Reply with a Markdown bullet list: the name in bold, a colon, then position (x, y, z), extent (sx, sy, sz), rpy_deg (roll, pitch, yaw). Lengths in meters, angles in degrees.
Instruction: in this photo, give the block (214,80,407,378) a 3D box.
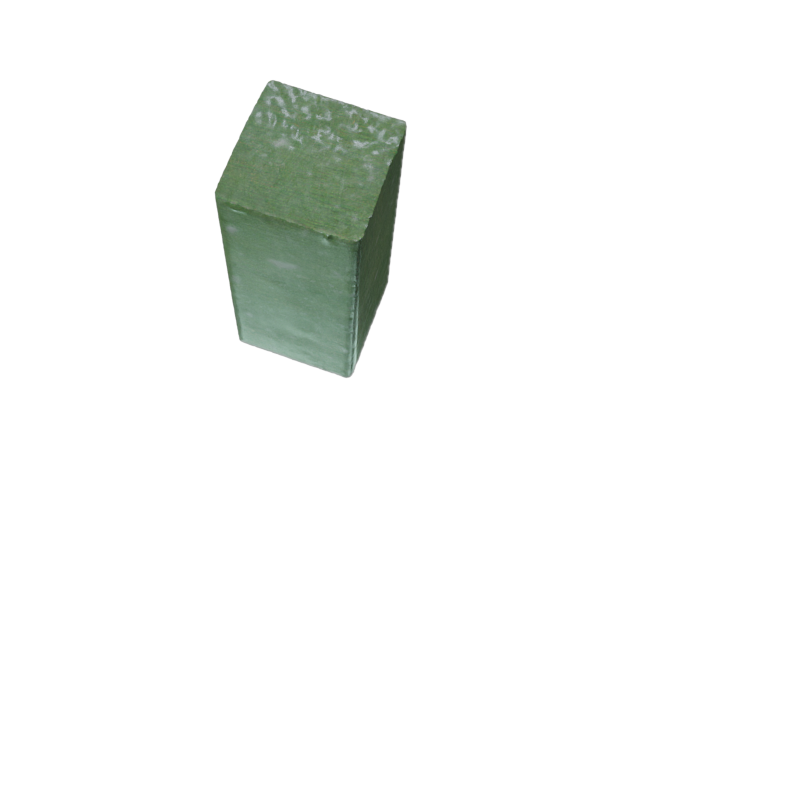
- **block**: position (-0.057, -0.103, 0.725), extent (0.092, 0.094, 0.195), rpy_deg (19, -22, 4)
